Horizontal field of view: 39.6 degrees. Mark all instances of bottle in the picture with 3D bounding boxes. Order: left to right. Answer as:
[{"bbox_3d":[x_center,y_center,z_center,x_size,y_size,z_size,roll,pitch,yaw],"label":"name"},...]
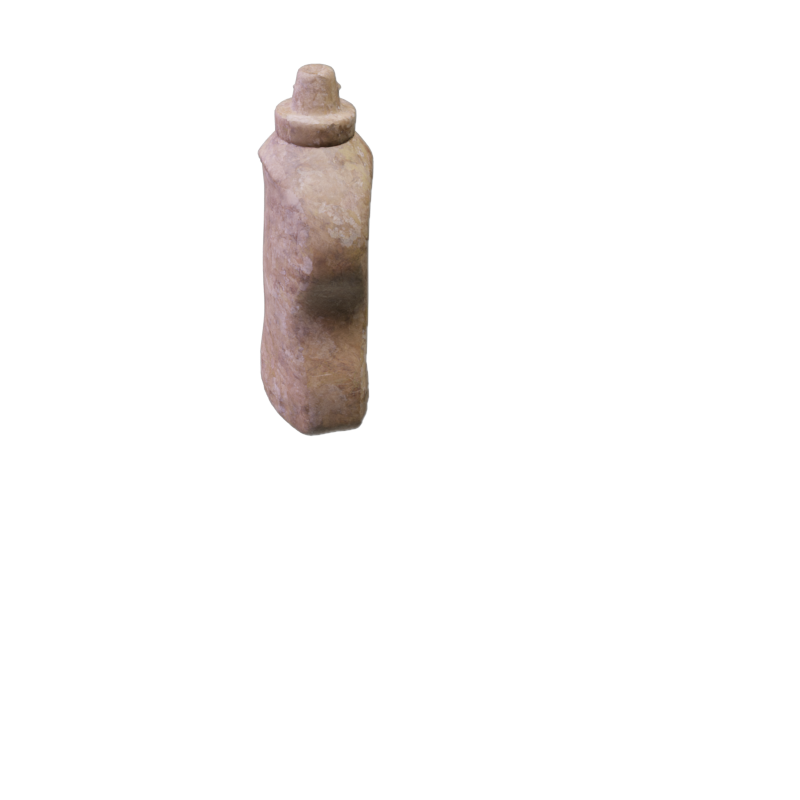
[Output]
[{"bbox_3d":[-0.045,-0.084,0.586,0.058,0.180,0.103,-6,32,-14],"label":"bottle"}]
